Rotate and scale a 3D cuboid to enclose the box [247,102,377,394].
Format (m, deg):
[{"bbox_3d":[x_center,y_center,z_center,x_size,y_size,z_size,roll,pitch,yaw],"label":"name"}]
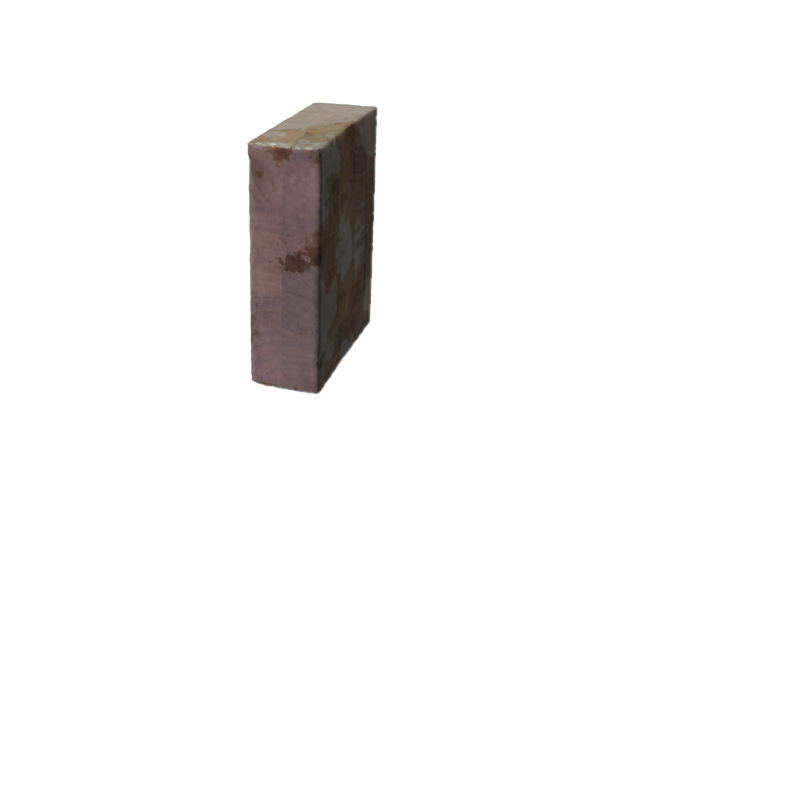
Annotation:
[{"bbox_3d":[-0.076,-0.138,0.967,0.073,0.204,0.168,7,23,13],"label":"box"}]
